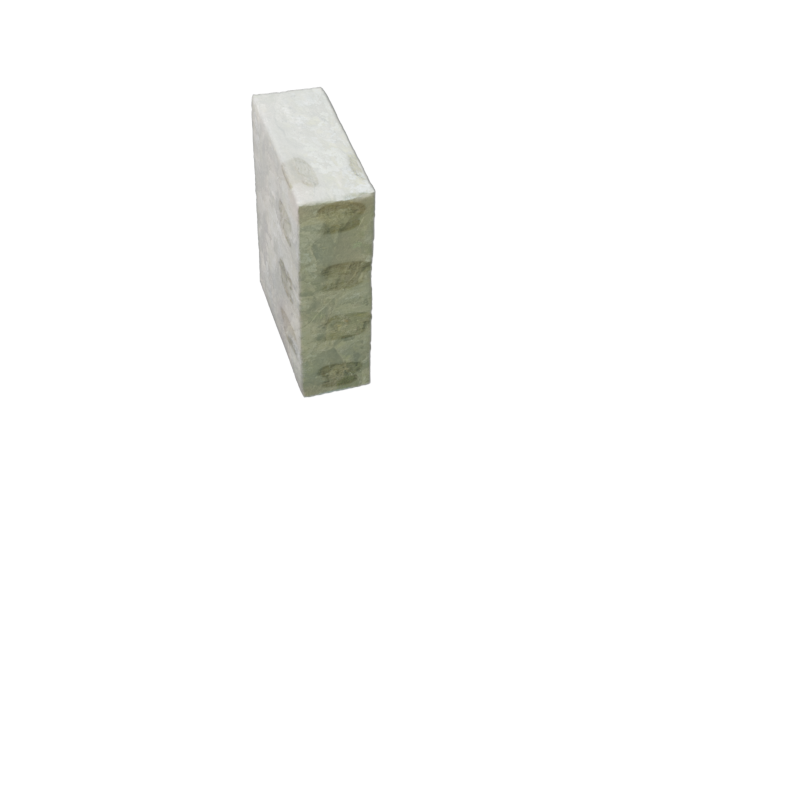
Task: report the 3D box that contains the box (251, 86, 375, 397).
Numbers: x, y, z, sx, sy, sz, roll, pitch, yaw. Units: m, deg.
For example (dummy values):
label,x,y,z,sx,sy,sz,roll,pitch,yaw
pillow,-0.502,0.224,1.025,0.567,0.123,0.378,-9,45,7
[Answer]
label,x,y,z,sx,sy,sz,roll,pitch,yaw
box,-0.075,-0.136,0.956,0.071,0.199,0.178,-10,45,-14
